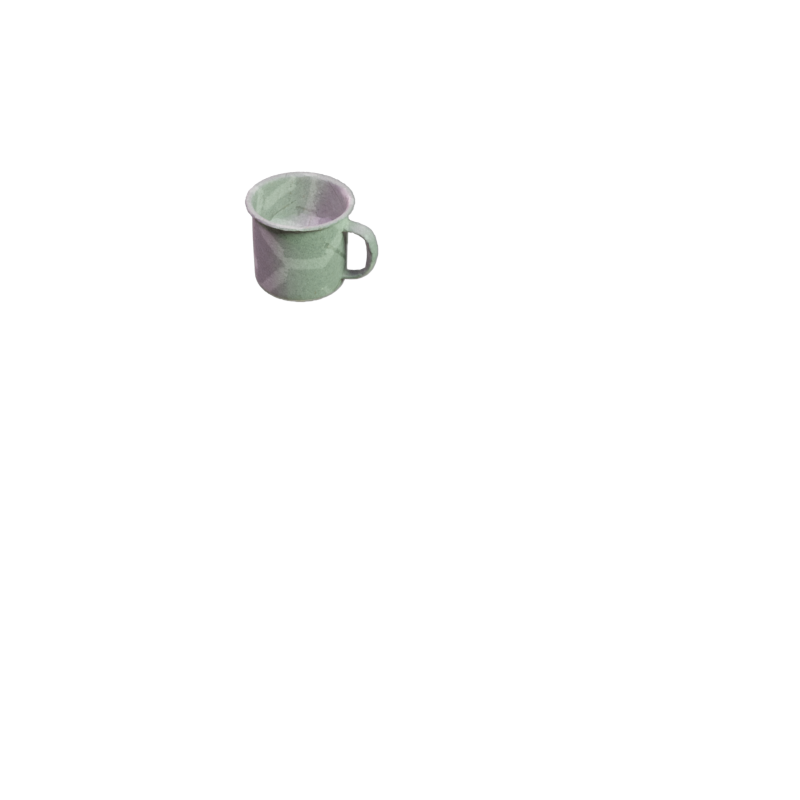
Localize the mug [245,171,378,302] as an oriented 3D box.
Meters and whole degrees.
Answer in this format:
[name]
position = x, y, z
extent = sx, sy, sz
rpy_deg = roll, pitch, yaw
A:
[mug]
position = -0.075, -0.136, 0.952
extent = 0.120, 0.076, 0.097
rpy_deg = 13, 40, 15
